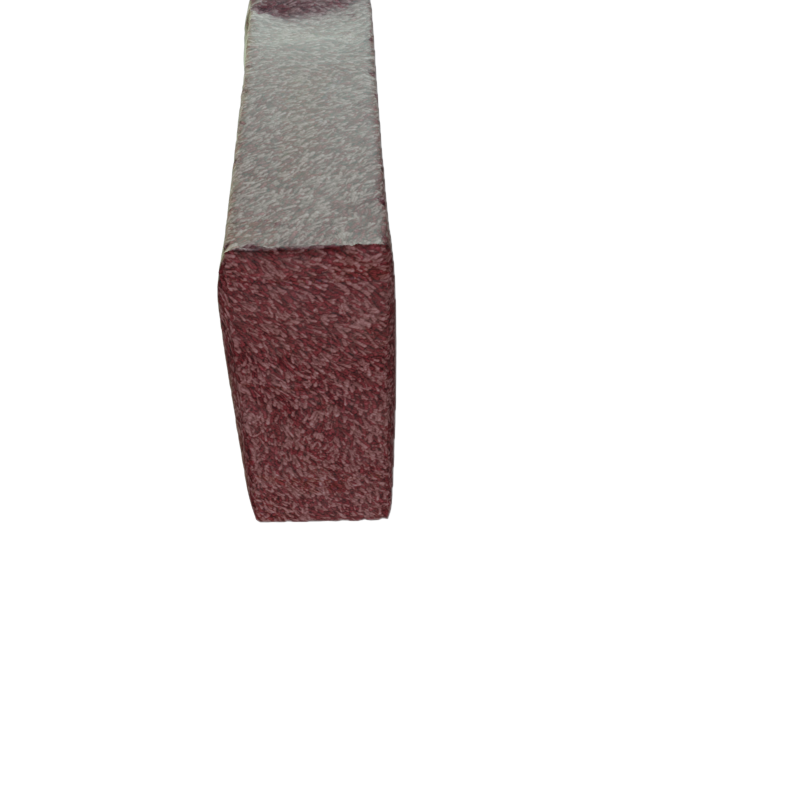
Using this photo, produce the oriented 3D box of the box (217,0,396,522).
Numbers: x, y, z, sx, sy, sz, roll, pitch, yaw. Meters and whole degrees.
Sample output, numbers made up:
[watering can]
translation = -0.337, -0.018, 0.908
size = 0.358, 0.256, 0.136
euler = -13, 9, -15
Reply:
[box]
translation = -0.042, -0.077, 0.538
size = 0.072, 0.153, 0.230
euler = -3, 43, -2
